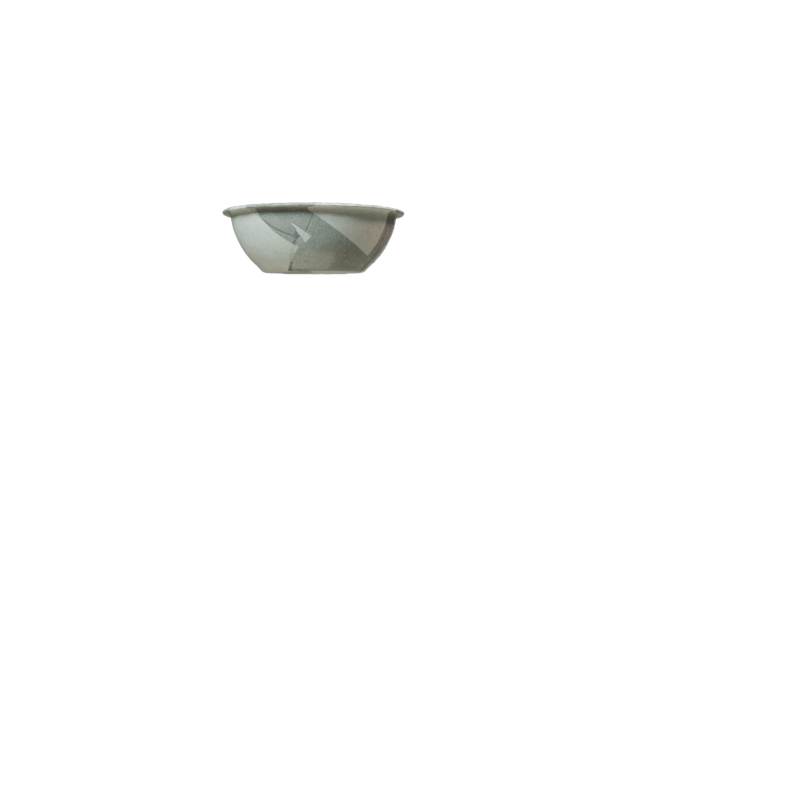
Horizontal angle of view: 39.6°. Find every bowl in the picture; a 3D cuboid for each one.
[{"bbox_3d":[-0.077,-0.140,0.984,0.162,0.055,0.162,0,3,-2],"label":"bowl"}]
